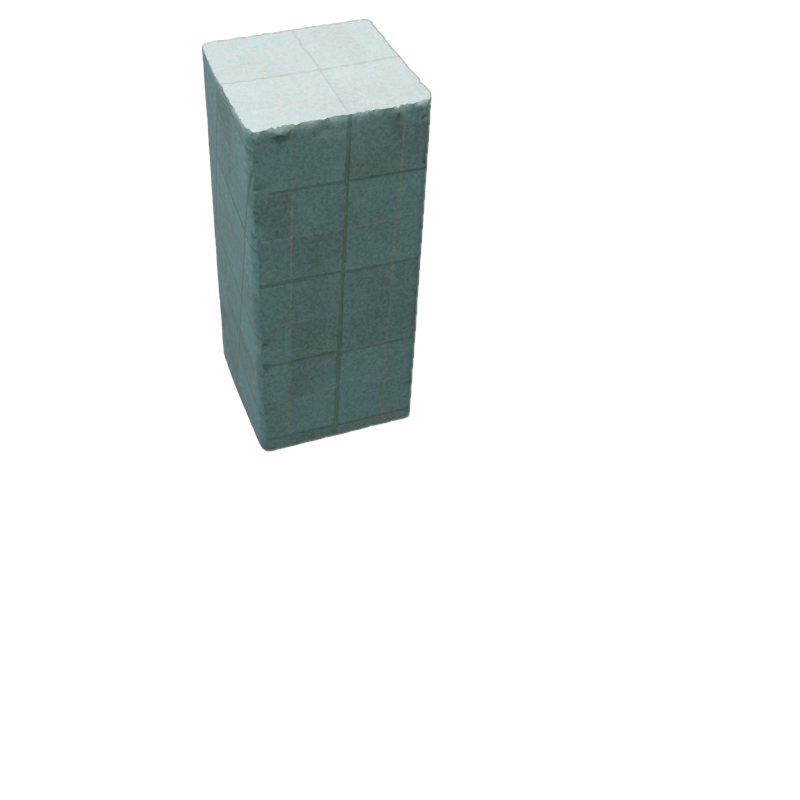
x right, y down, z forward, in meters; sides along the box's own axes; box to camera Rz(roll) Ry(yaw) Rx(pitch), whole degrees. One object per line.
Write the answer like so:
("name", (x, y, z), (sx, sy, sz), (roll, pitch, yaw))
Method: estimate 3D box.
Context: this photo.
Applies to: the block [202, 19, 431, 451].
("block", (-0.046, -0.083, 0.584), (0.089, 0.192, 0.098), (-12, 43, -17))
